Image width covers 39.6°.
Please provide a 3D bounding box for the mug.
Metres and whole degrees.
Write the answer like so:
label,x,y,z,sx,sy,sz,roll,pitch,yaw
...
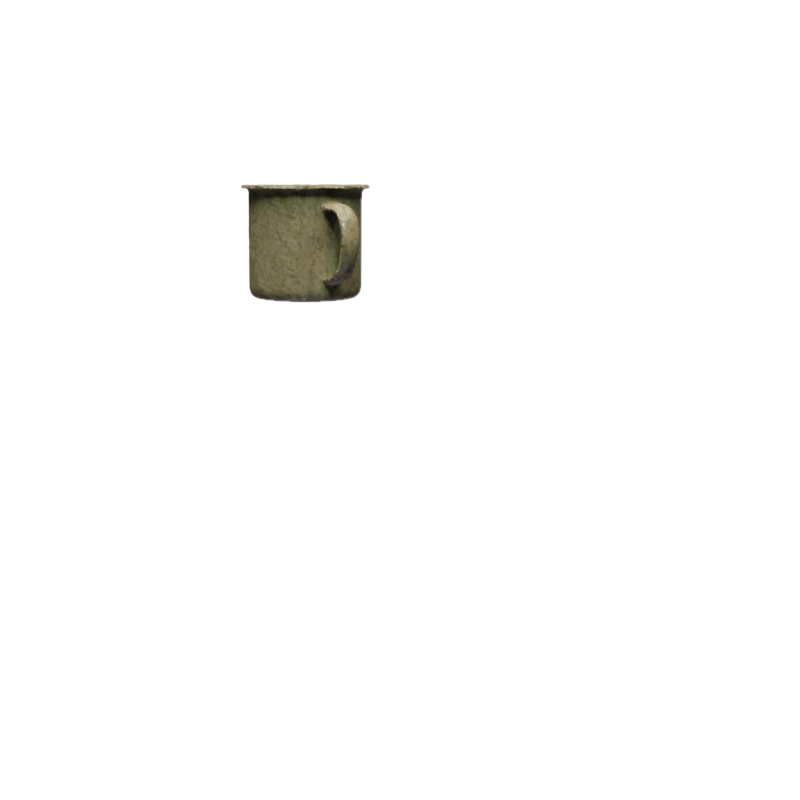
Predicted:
label,x,y,z,sx,sy,sz,roll,pitch,yaw
mug,-0.062,-0.113,0.792,0.090,0.080,0.123,-5,10,-32
